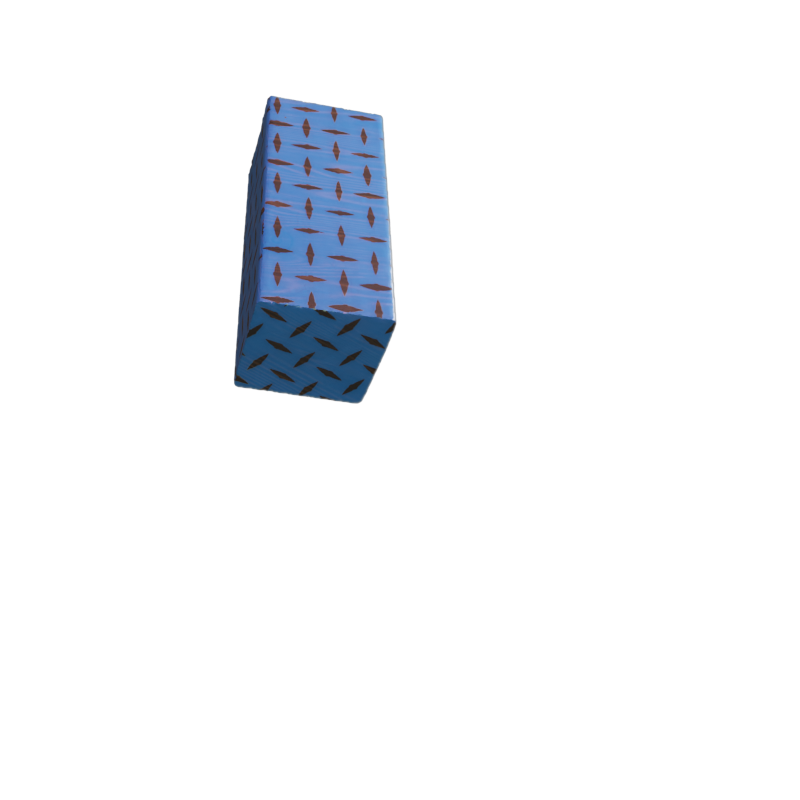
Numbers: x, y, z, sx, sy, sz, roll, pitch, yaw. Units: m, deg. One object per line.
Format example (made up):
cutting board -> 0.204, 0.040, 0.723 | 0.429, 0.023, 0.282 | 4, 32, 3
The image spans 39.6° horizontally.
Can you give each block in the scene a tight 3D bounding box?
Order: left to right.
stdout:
block -> -0.061, -0.111, 0.782 | 0.089, 0.221, 0.085 | 8, -43, -13
